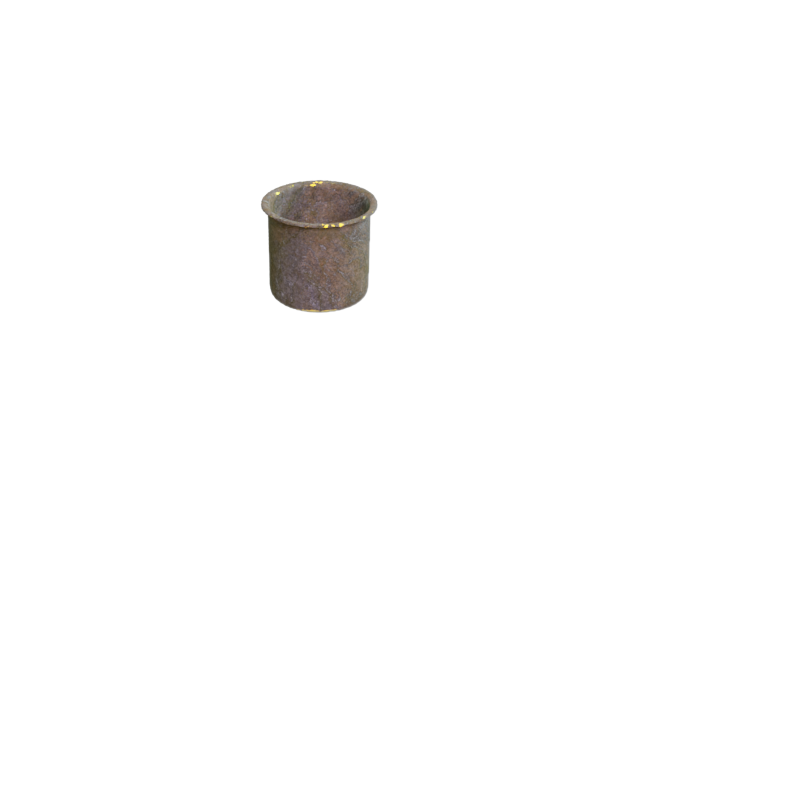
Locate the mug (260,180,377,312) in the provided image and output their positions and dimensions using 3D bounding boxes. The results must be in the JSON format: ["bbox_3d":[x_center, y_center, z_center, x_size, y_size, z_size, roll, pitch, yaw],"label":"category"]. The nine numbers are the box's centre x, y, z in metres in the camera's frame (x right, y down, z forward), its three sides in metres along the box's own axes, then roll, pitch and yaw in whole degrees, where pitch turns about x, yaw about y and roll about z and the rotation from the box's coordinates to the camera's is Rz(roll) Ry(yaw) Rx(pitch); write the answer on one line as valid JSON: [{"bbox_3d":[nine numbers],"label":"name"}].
[{"bbox_3d":[-0.071,-0.130,0.908,0.092,0.077,0.126,-13,33,-22],"label":"mug"}]
